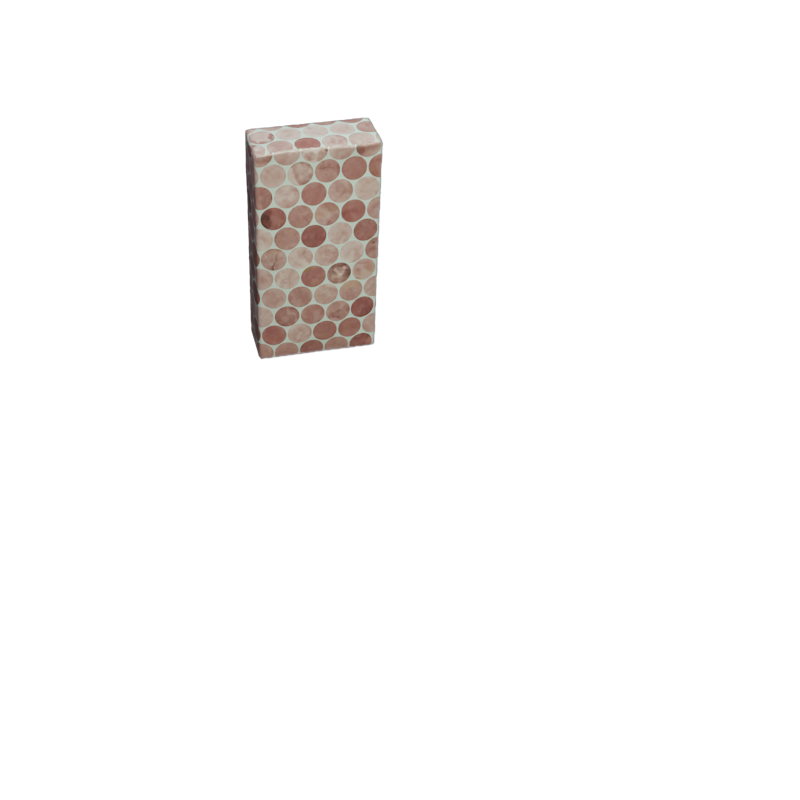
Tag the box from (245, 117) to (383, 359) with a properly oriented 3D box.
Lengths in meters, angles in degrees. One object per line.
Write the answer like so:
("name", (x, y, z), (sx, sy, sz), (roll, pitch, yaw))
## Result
("box", (-0.064, -0.116, 0.811), (0.092, 0.165, 0.052), (-7, 39, -12))
